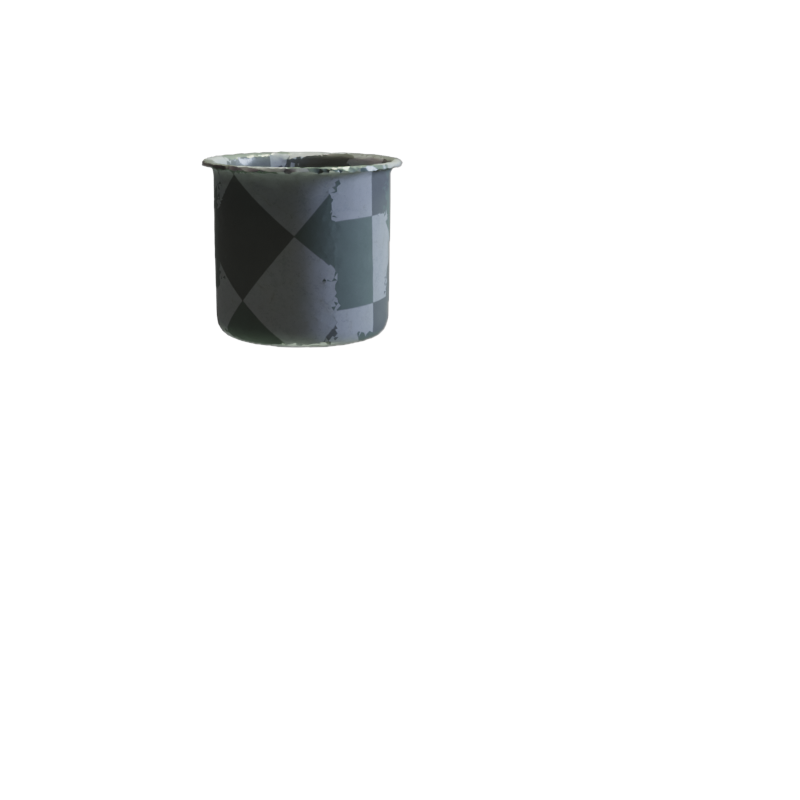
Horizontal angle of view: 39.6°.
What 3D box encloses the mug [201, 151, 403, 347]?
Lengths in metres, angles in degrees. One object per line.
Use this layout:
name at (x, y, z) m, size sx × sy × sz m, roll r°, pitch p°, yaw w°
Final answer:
mug at (-0.042, -0.076, 0.531) m, size 0.096 × 0.079 × 0.117 m, roll 6°, pitch 15°, yaw 22°
